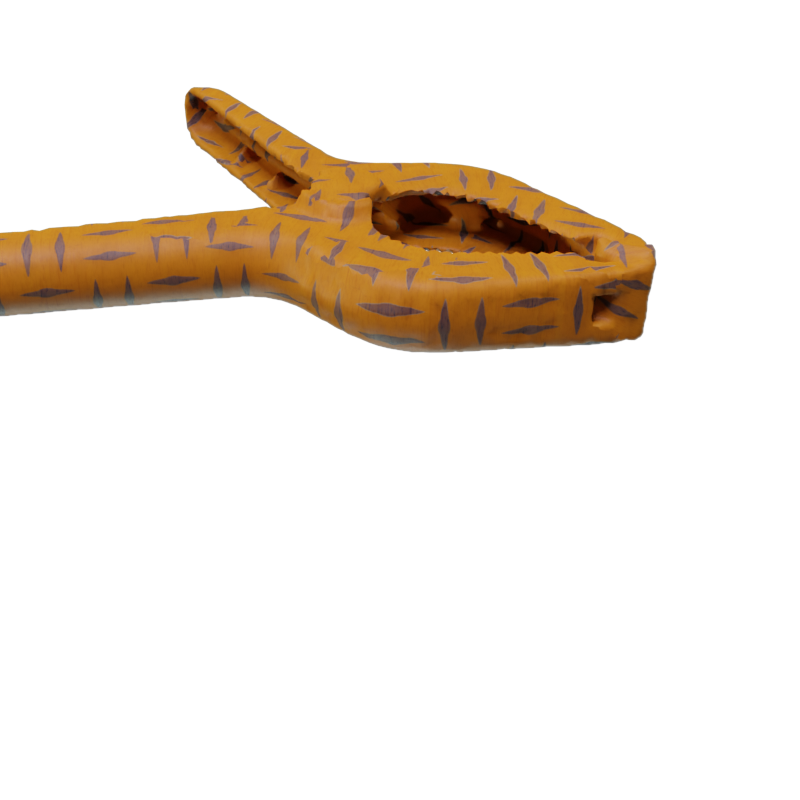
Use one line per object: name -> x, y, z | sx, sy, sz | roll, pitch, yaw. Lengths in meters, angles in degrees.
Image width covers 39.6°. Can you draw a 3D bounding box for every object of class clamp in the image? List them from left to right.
clamp -> -0.028, -0.052, 0.364 | 0.219, 0.034, 0.168 | 18, 38, 23
